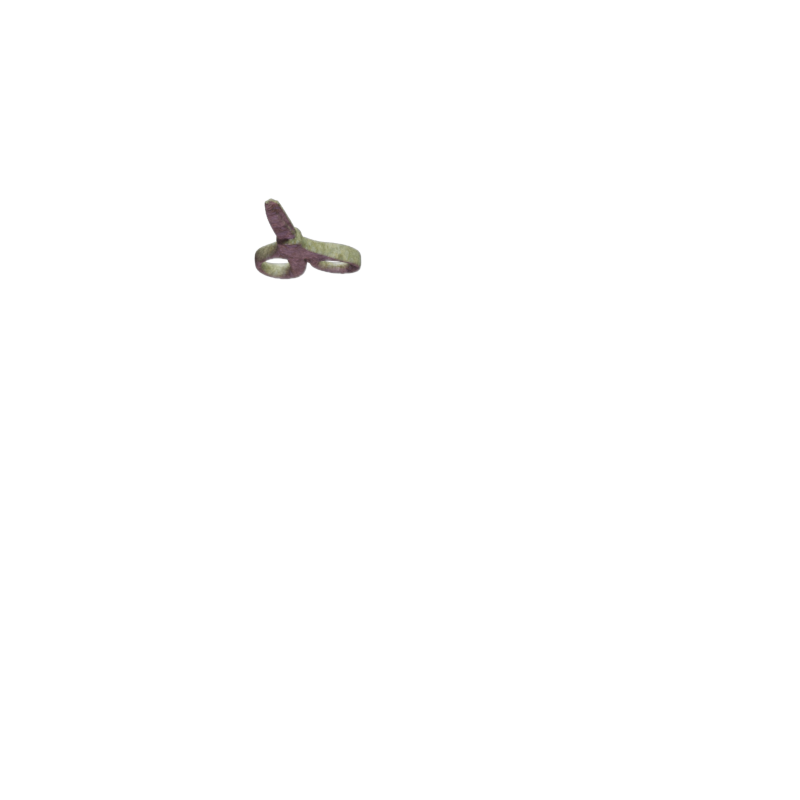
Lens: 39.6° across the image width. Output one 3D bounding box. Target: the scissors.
[{"bbox_3d":[-0.066,-0.121,0.847,0.095,0.016,0.199,2,-7,-12],"label":"scissors"}]
